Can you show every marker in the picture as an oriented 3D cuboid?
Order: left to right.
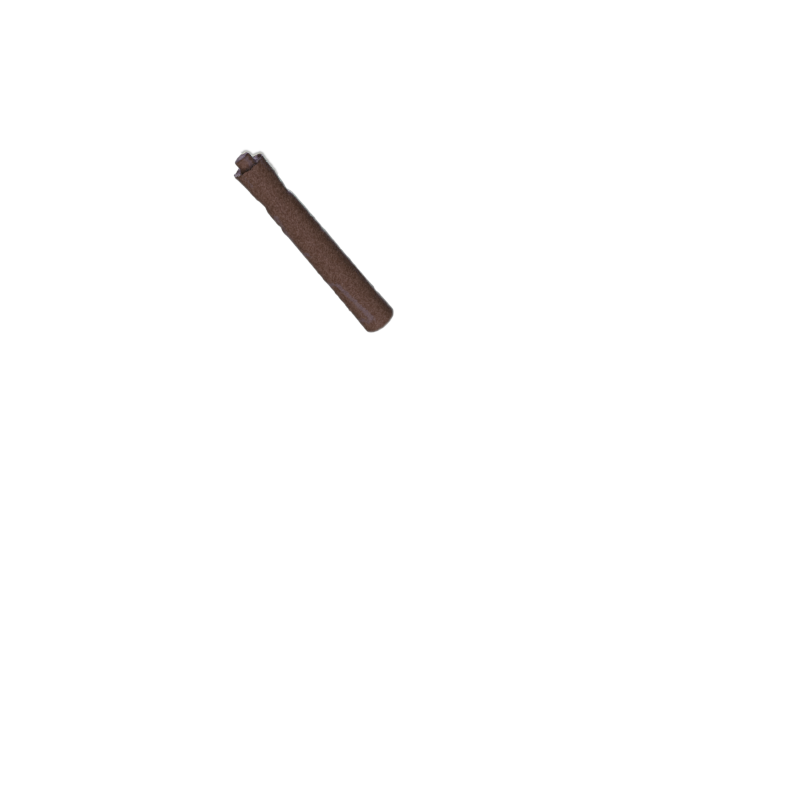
[{"bbox_3d":[-0.046,-0.083,0.583,0.020,0.115,0.021,-34,23,16],"label":"marker"}]
